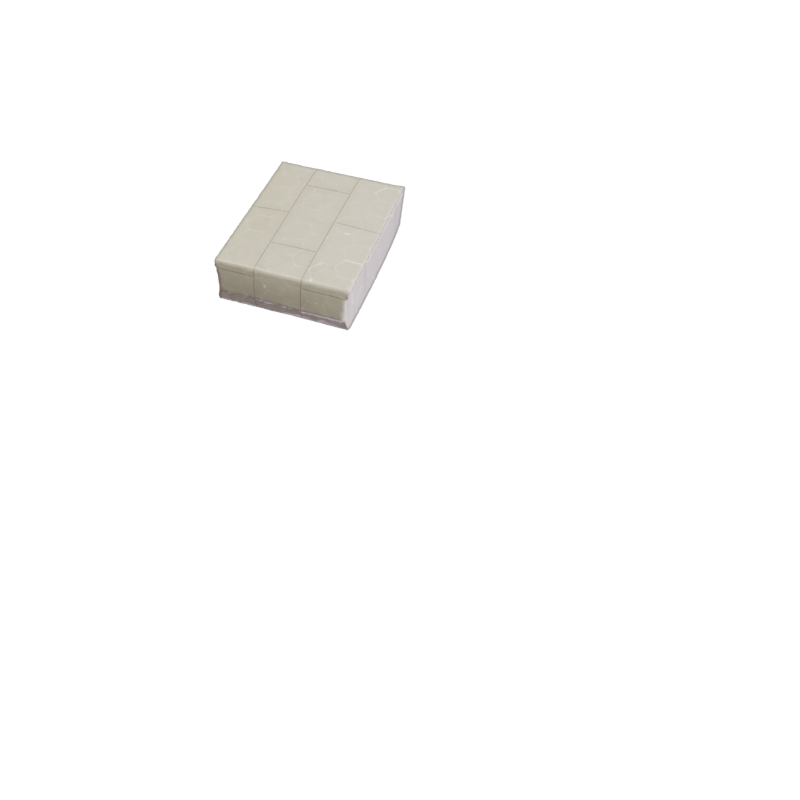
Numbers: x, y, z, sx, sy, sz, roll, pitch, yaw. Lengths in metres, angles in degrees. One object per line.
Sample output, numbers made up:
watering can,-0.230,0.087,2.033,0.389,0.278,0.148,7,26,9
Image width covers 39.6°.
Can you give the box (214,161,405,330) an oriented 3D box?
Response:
box,-0.056,-0.102,0.716,0.092,0.036,0.118,13,45,13
